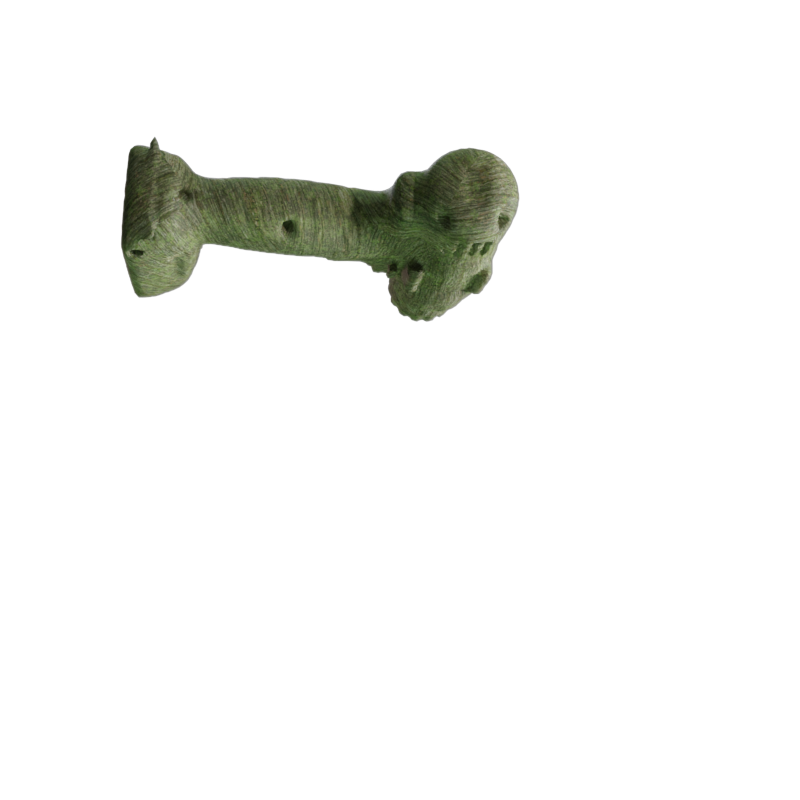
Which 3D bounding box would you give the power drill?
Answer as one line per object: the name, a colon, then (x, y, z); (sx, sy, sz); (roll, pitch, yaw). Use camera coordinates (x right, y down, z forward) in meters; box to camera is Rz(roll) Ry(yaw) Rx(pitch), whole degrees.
power drill: (-0.045, -0.082, 0.574); (0.186, 0.060, 0.178); (1, -13, -5)
